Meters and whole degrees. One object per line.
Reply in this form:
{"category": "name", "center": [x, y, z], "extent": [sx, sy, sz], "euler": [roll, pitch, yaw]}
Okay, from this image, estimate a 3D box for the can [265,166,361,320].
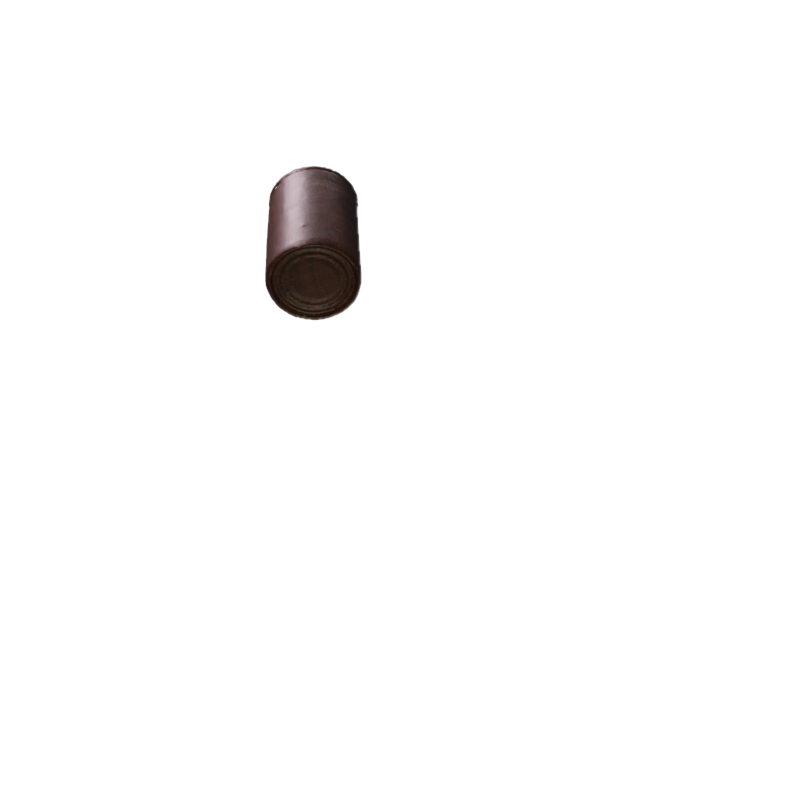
{"category": "can", "center": [-0.063, -0.114, 0.800], "extent": [0.068, 0.064, 0.109], "euler": [-1, 39, -3]}
